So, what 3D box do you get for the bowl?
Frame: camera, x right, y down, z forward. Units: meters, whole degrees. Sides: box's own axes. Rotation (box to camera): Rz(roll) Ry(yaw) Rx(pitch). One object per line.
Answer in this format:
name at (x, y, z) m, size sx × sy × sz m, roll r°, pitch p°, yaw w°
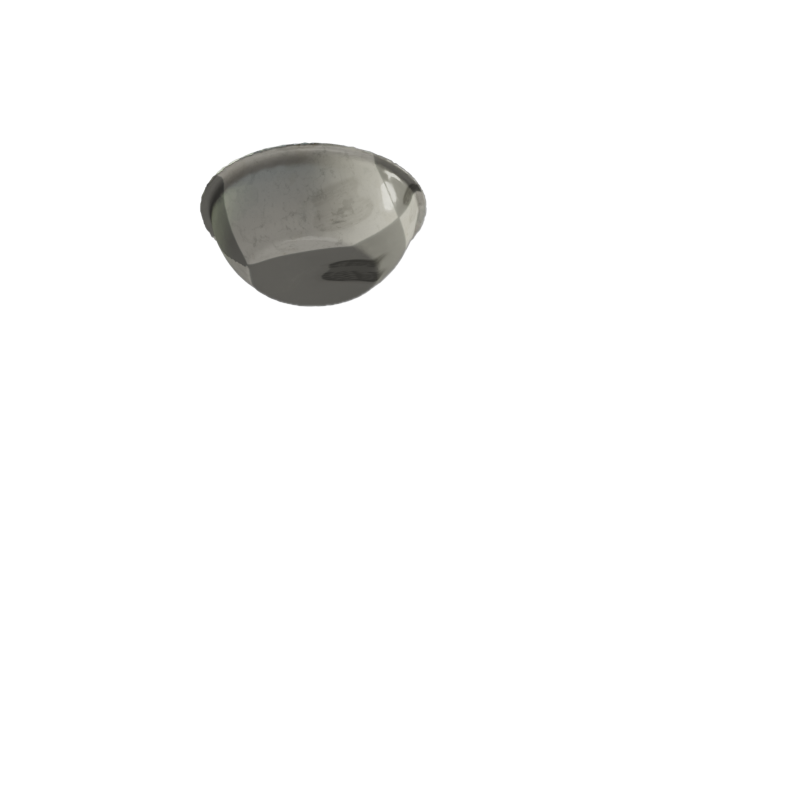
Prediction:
bowl at (-0.061, -0.111, 0.778) m, size 0.162 × 0.059 × 0.152 m, roll 1°, pitch -27°, yaw -2°
